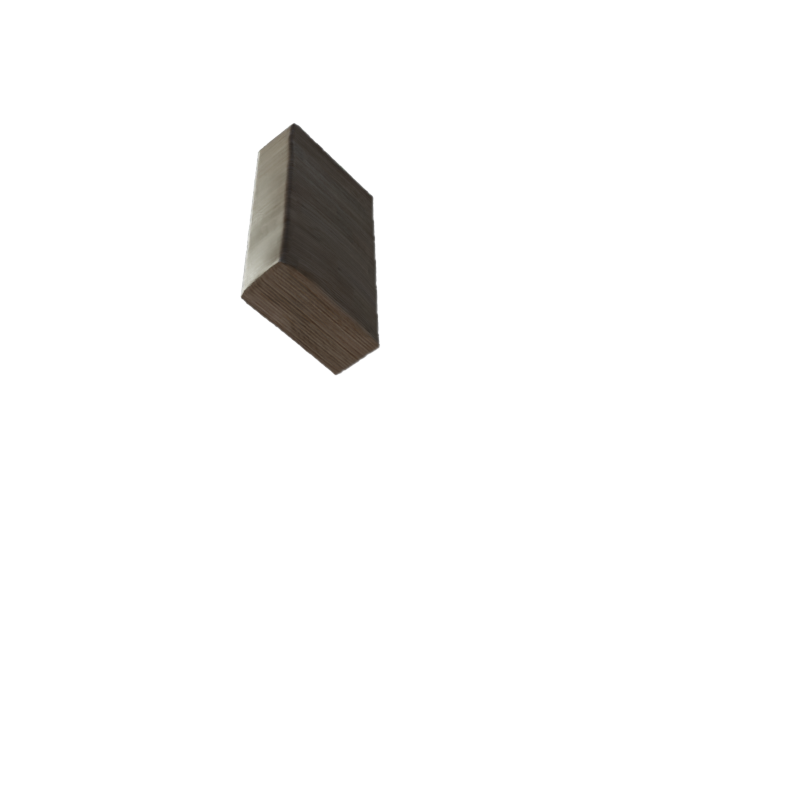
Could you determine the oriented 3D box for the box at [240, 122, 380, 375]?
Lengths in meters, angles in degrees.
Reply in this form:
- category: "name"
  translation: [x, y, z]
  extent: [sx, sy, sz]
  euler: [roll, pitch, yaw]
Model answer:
- category: "box"
  translation: [-0.060, -0.110, 0.772]
  extent: [0.048, 0.189, 0.088]
  euler: [-37, -58, 23]
